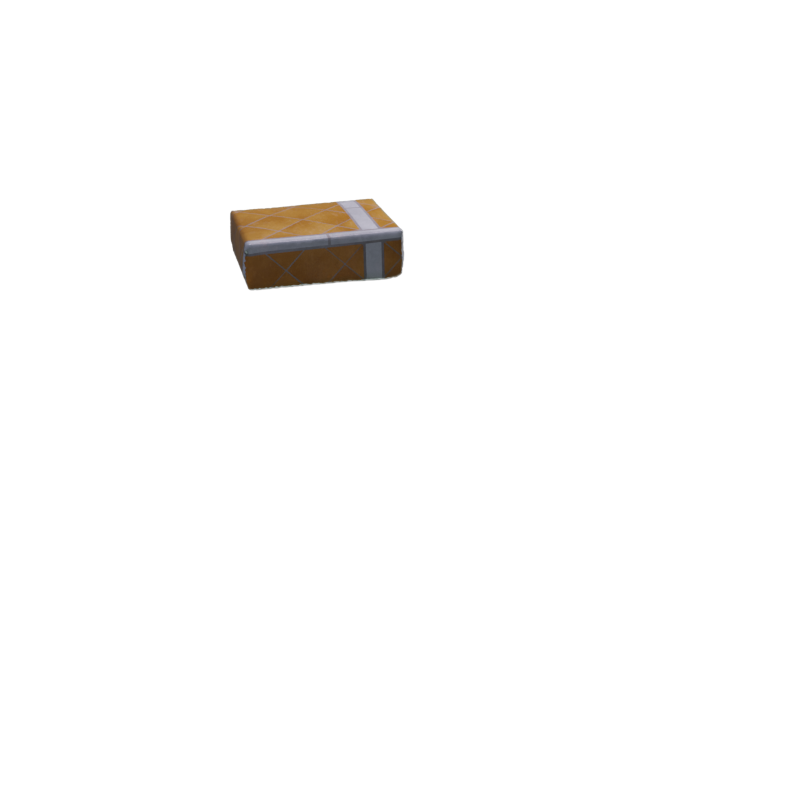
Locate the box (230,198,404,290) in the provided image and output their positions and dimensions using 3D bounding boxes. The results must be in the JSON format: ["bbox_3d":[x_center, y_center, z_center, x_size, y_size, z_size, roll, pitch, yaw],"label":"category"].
[{"bbox_3d":[-0.063,-0.114,0.799,0.112,0.037,0.095,-5,25,-12],"label":"box"}]
